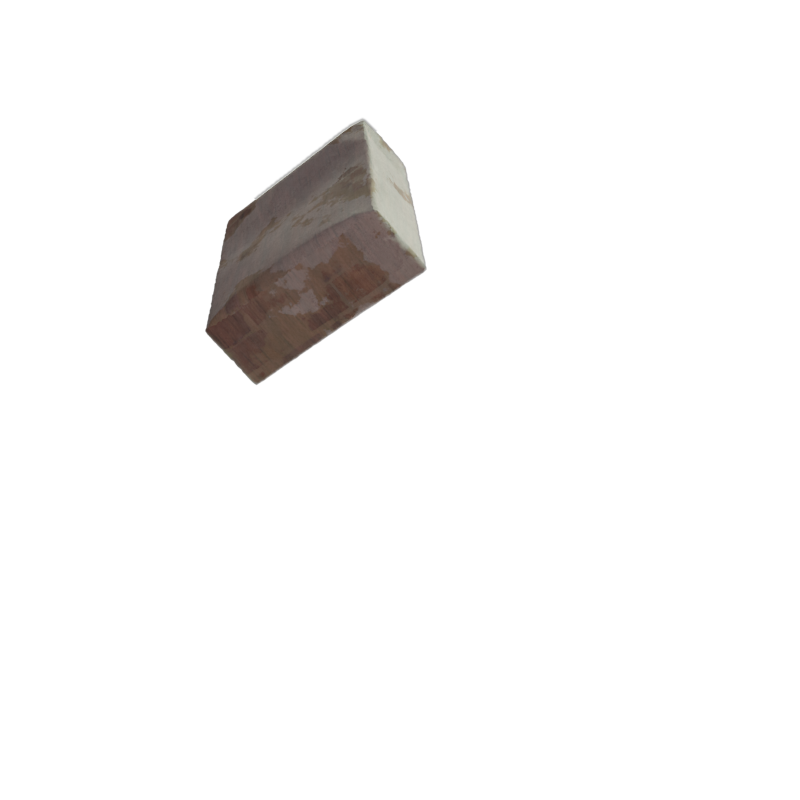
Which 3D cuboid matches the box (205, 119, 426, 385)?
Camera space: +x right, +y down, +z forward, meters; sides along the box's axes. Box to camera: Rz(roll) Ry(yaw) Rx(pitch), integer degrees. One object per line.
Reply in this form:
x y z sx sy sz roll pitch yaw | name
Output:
-0.071 -0.130 0.911 0.163 0.068 0.227 -34 27 15 | box
